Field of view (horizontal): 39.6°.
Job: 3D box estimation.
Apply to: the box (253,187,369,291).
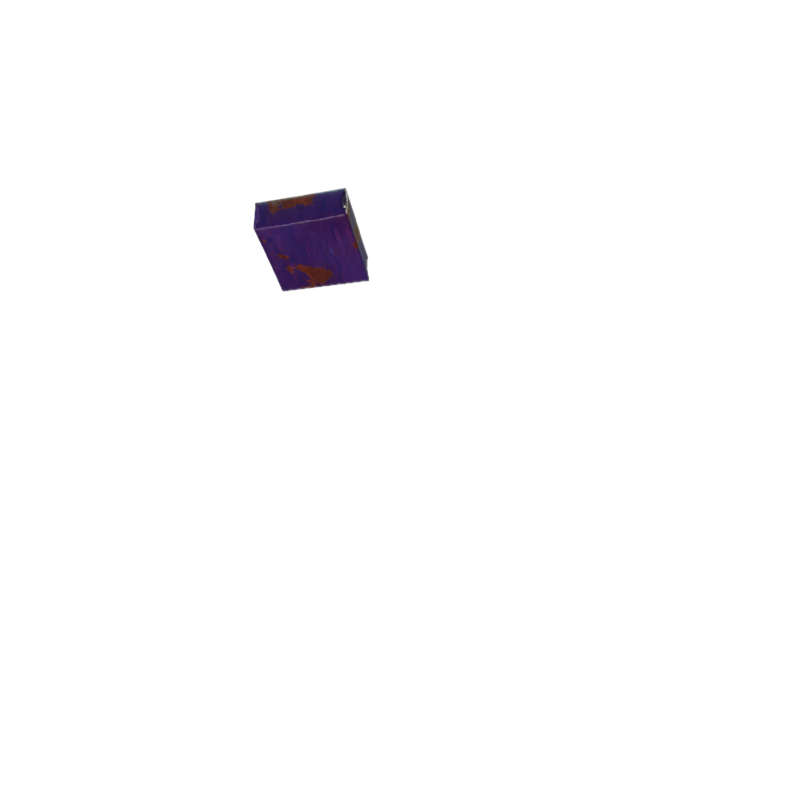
[{"bbox_3d":[-0.068,-0.125,0.873,0.074,0.032,0.082,-7,-34,10],"label":"box"}]
